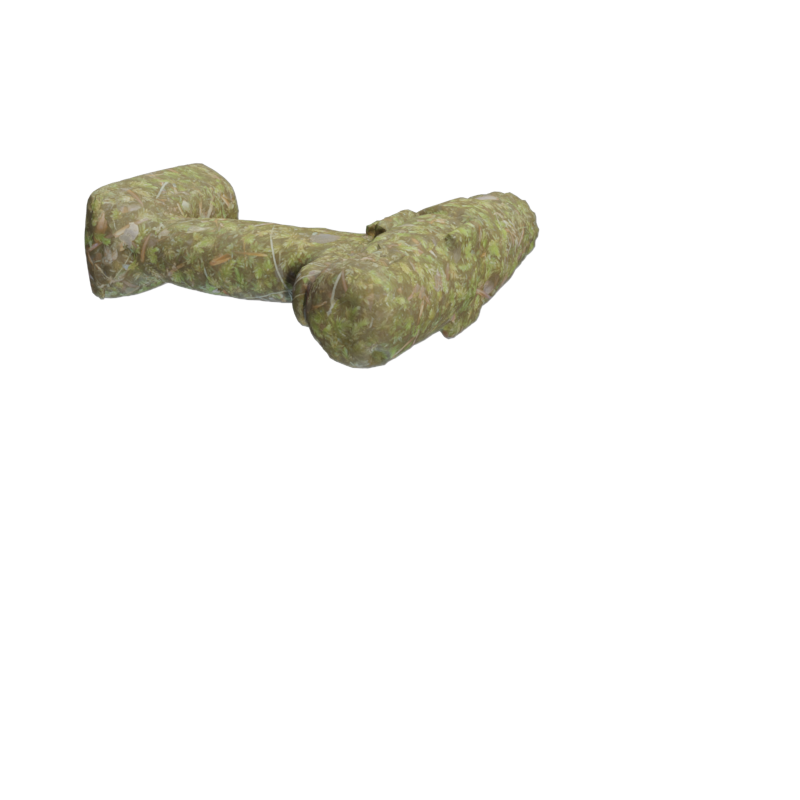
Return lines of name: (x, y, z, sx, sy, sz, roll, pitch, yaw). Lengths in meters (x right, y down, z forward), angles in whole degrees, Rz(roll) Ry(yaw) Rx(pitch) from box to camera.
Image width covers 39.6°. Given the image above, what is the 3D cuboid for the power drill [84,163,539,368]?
power drill: (-0.042, -0.077, 0.538, 0.195, 0.055, 0.184, 11, 23, 26)
